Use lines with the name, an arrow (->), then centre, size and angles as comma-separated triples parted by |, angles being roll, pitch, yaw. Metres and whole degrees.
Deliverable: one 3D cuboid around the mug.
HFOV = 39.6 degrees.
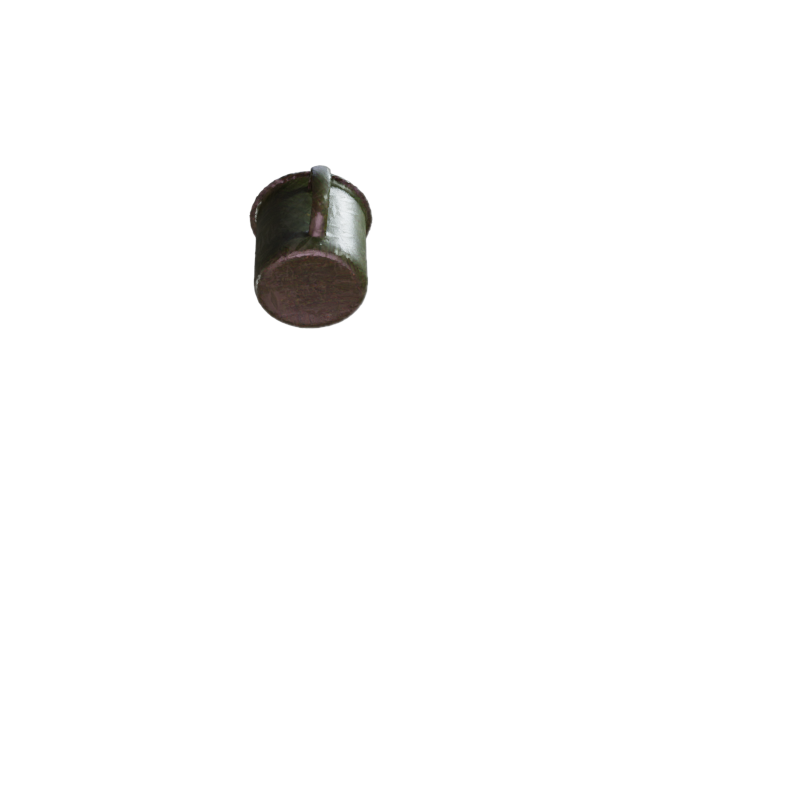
mug -> -0.063, -0.115, 0.805 | 0.092, 0.087, 0.110 | 7, -46, -9
